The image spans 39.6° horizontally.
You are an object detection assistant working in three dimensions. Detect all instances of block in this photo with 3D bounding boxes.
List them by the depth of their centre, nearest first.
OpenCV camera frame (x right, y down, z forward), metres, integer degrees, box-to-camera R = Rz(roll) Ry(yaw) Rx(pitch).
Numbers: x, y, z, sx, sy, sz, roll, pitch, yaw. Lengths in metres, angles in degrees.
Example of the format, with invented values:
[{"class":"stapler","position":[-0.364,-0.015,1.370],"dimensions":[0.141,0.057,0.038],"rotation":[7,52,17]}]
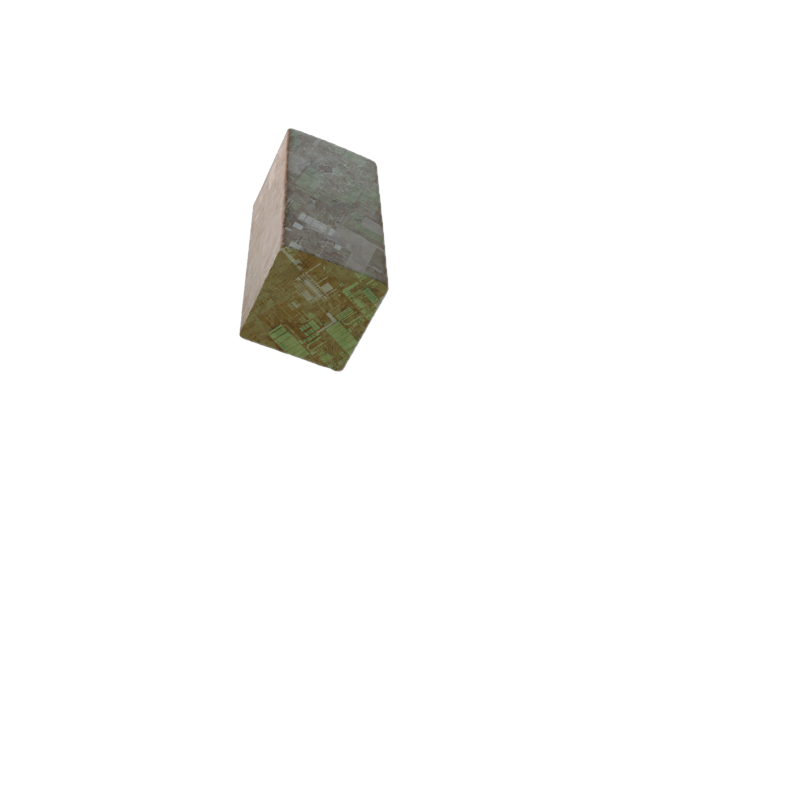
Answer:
[{"class":"block","position":[-0.071,-0.132,0.921],"dimensions":[0.088,0.087,0.220],"rotation":[19,32,-17]}]
